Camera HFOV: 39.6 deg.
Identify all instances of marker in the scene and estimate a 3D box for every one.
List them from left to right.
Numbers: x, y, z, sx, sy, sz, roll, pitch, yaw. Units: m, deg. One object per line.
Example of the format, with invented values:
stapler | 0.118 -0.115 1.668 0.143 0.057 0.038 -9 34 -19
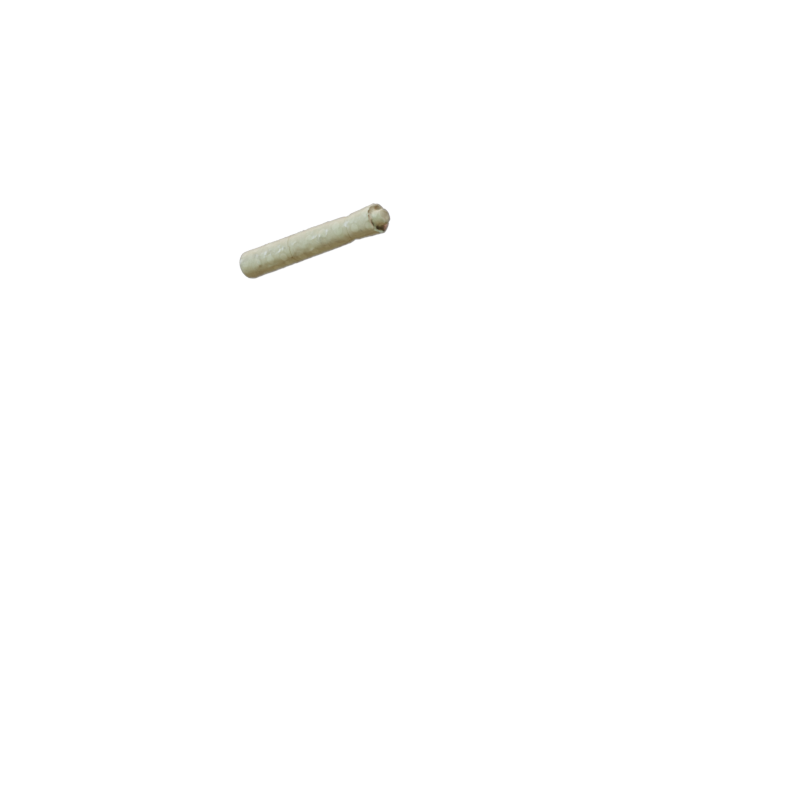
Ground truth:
marker | -0.054 -0.099 0.692 0.123 0.020 0.019 -12 -5 41
